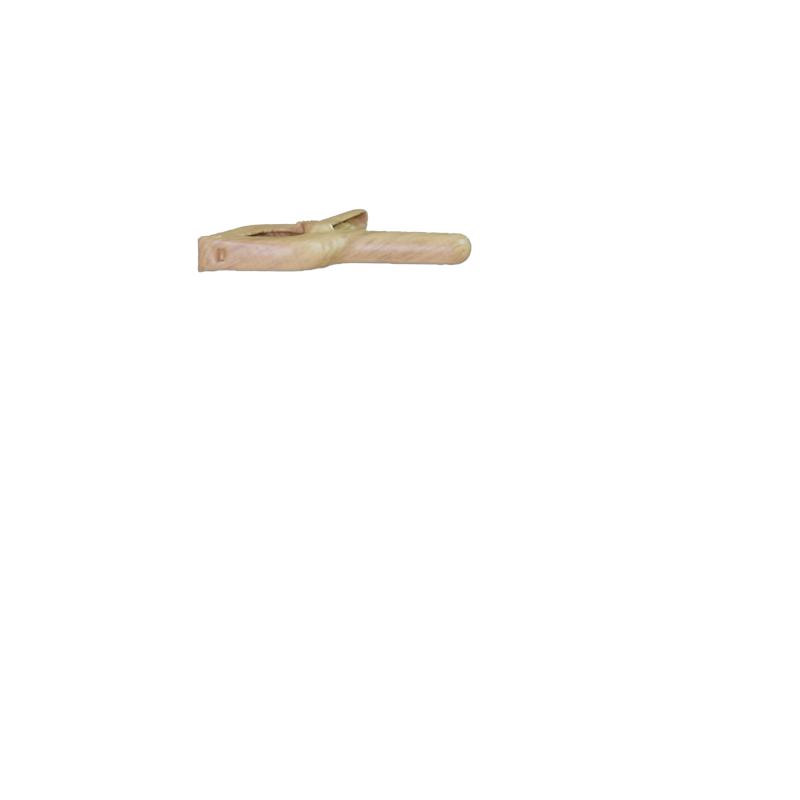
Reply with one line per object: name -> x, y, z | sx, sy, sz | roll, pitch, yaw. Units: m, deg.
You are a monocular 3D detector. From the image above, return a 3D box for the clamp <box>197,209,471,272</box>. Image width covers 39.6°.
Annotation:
clamp -> -0.071, -0.130, 0.909 | 0.205, 0.035, 0.174 | -8, 19, -24
